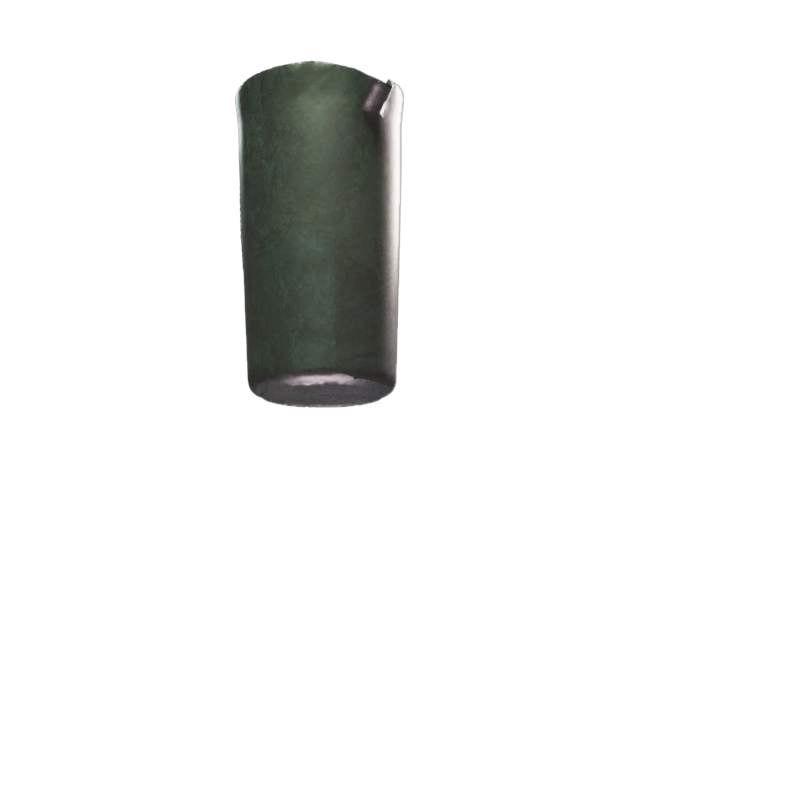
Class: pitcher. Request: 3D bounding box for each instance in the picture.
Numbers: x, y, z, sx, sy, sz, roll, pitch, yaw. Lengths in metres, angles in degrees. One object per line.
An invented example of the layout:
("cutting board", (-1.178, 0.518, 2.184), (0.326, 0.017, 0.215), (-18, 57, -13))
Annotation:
("pitcher", (-0.066, -0.121, 0.845), (0.146, 0.253, 0.142), (-3, -16, 6))
